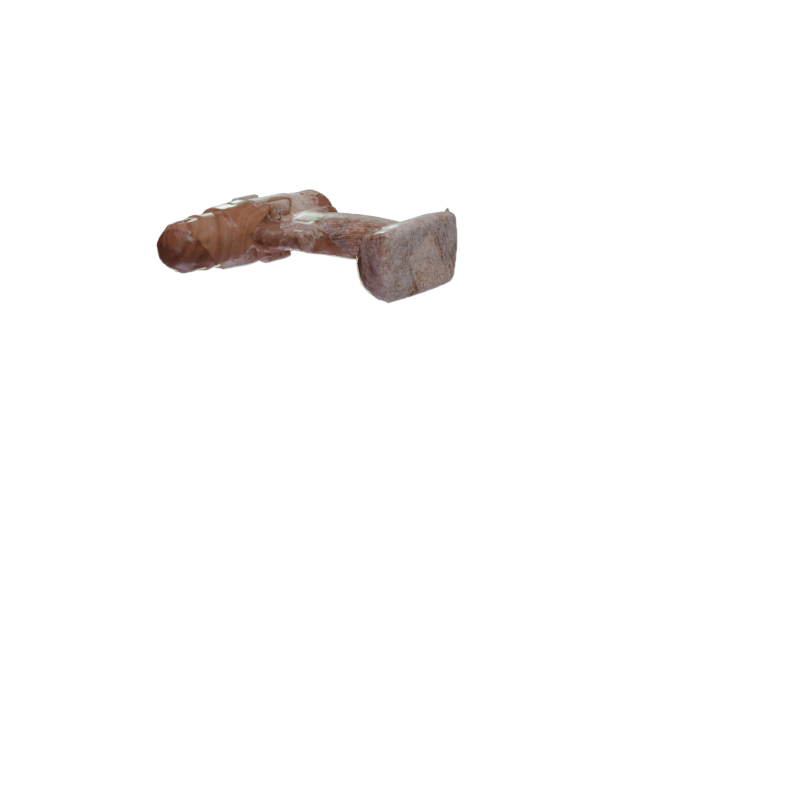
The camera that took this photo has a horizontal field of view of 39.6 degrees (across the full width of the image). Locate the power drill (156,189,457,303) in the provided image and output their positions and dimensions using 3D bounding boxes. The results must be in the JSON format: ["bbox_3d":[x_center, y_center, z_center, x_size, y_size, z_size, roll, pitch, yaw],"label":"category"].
[{"bbox_3d":[-0.066,-0.121,0.847,0.198,0.055,0.183,16,27,34],"label":"power drill"}]
